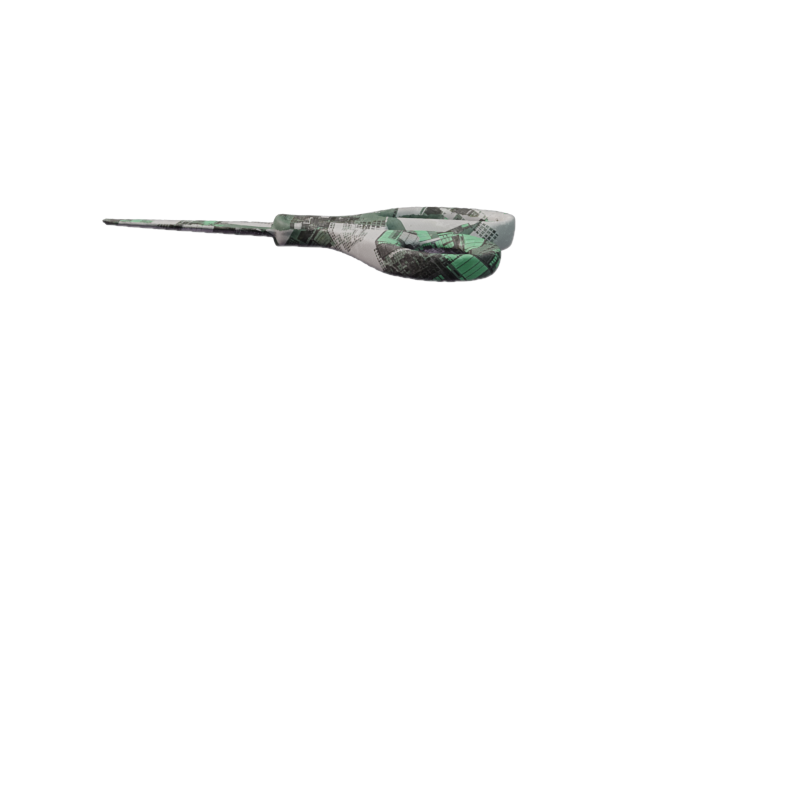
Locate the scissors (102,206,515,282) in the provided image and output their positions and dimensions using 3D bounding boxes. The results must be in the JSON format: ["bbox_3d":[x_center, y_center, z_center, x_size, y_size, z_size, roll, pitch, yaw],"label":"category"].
[{"bbox_3d":[-0.041,-0.074,0.521,0.200,0.015,0.101,-3,23,-7],"label":"scissors"}]
